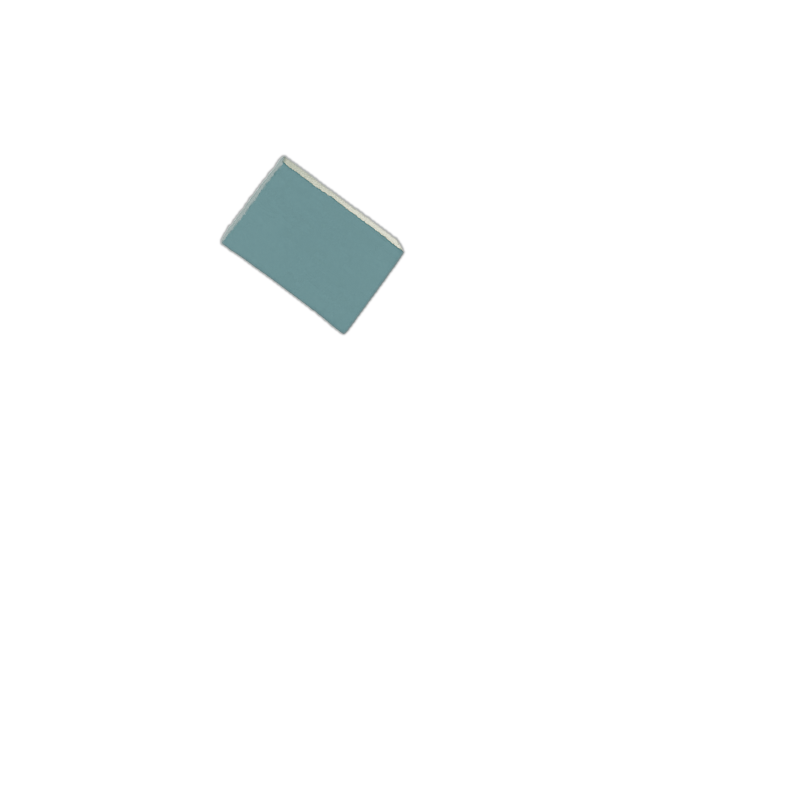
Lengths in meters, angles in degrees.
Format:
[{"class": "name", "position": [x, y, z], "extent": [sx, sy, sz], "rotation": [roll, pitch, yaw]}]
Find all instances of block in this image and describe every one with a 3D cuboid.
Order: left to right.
[{"class": "block", "position": [-0.044, -0.081, 0.565], "extent": [0.077, 0.052, 0.052], "rotation": [37, 7, -7]}]
